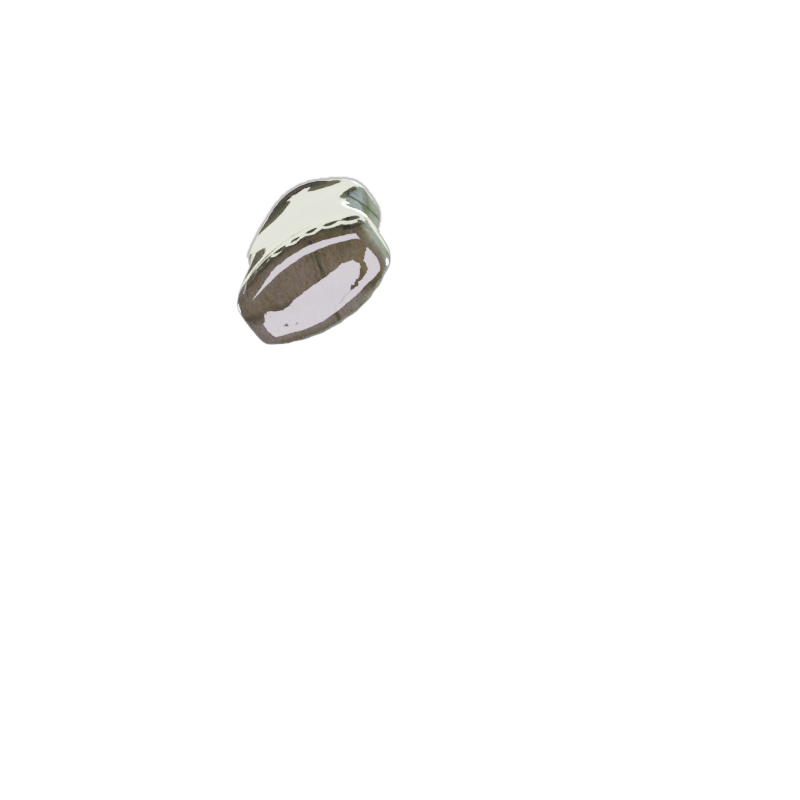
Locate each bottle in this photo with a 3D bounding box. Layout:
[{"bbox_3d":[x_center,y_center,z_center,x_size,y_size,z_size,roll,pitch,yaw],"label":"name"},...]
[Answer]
[{"bbox_3d":[-0.058,-0.106,0.746,0.096,0.056,0.201,-34,22,10],"label":"bottle"}]
